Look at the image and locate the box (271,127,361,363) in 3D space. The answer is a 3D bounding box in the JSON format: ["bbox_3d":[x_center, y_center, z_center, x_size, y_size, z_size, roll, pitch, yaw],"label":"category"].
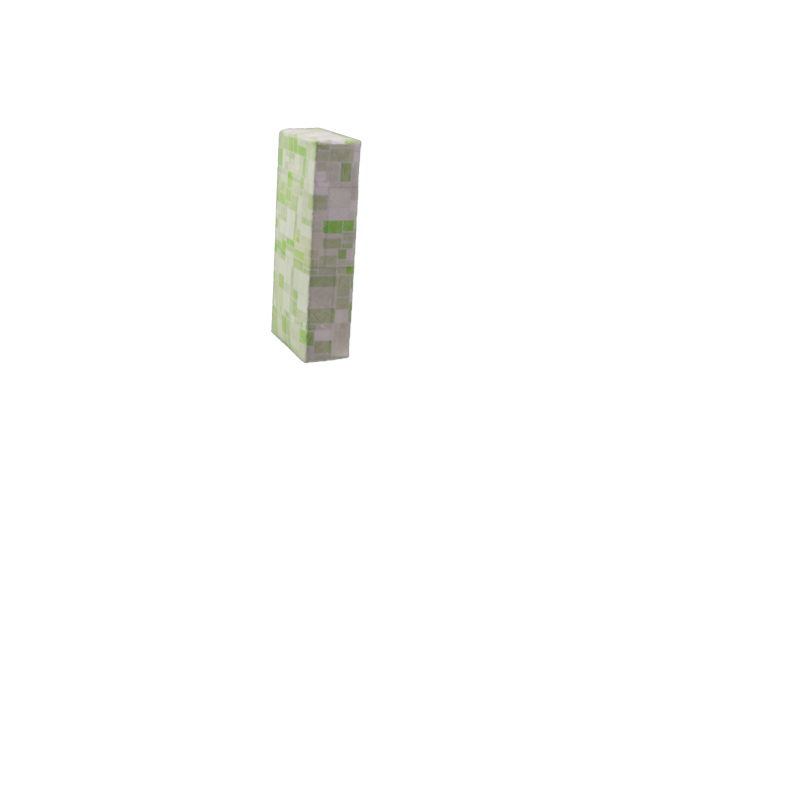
[{"bbox_3d":[-0.070,-0.128,0.894,0.047,0.171,0.098,-4,15,-22],"label":"box"}]
